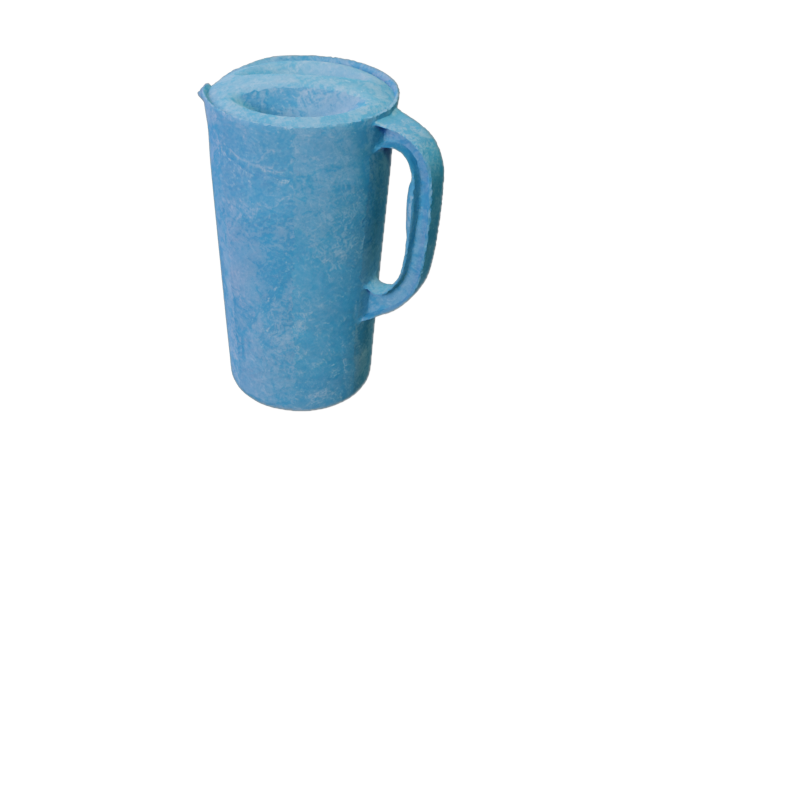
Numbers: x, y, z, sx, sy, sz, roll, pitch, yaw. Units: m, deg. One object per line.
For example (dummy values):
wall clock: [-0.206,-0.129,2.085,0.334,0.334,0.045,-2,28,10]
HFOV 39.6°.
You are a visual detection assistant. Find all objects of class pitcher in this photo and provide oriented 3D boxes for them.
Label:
pitcher: [-0.062,-0.113,0.793,0.143,0.228,0.161,-7,33,-15]
